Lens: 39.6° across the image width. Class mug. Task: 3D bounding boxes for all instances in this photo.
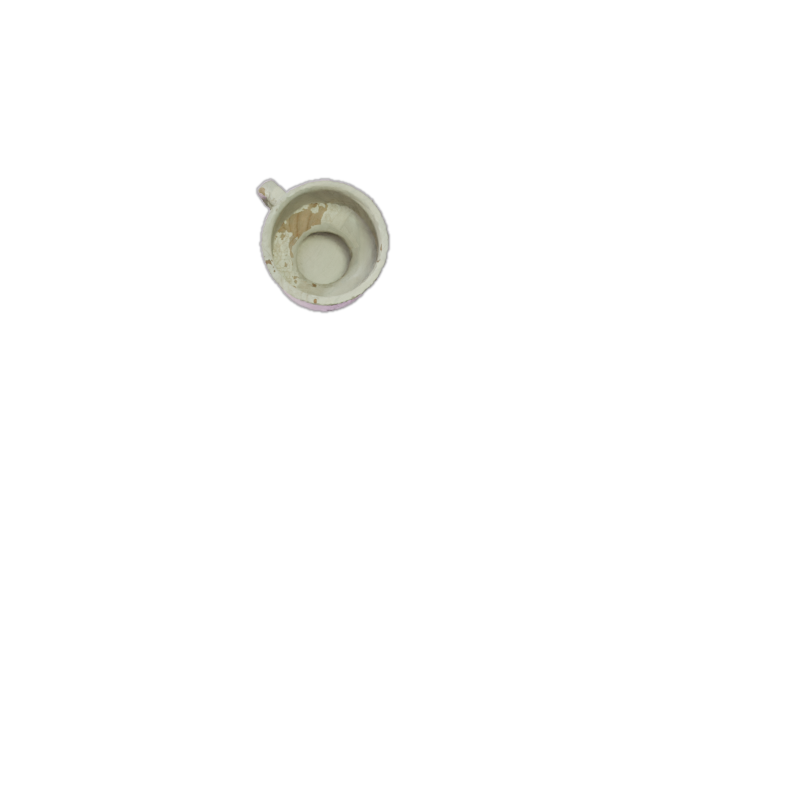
[{"bbox_3d":[-0.066,-0.120,0.842,0.119,0.094,0.080,44,-8,6],"label":"mug"}]
